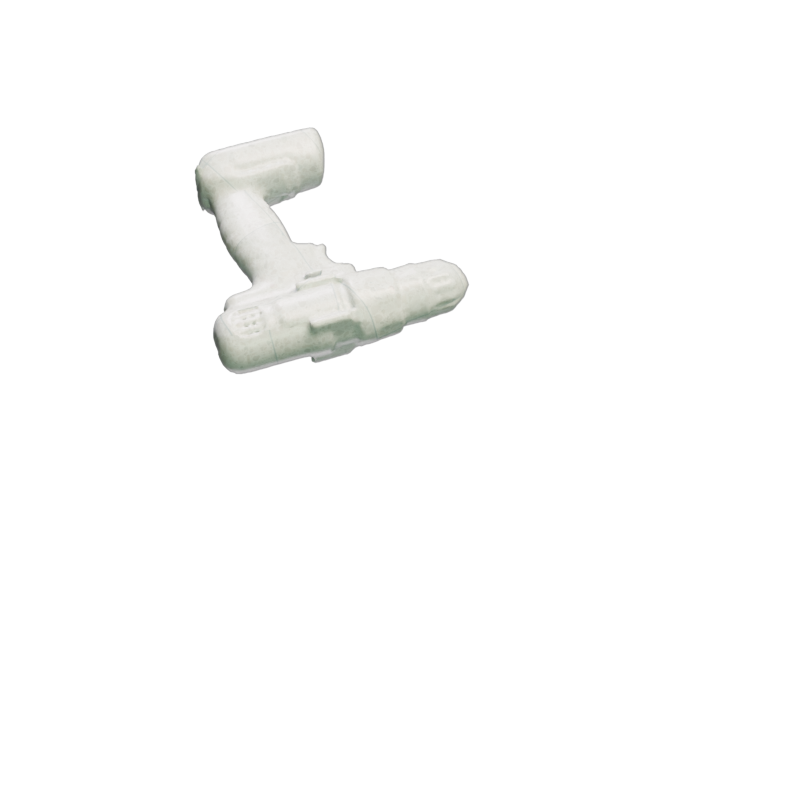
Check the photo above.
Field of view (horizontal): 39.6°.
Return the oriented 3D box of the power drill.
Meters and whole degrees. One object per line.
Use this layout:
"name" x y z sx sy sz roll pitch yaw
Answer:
"power drill" -0.064 -0.117 0.819 0.183 0.203 0.053 -16 -36 -12
